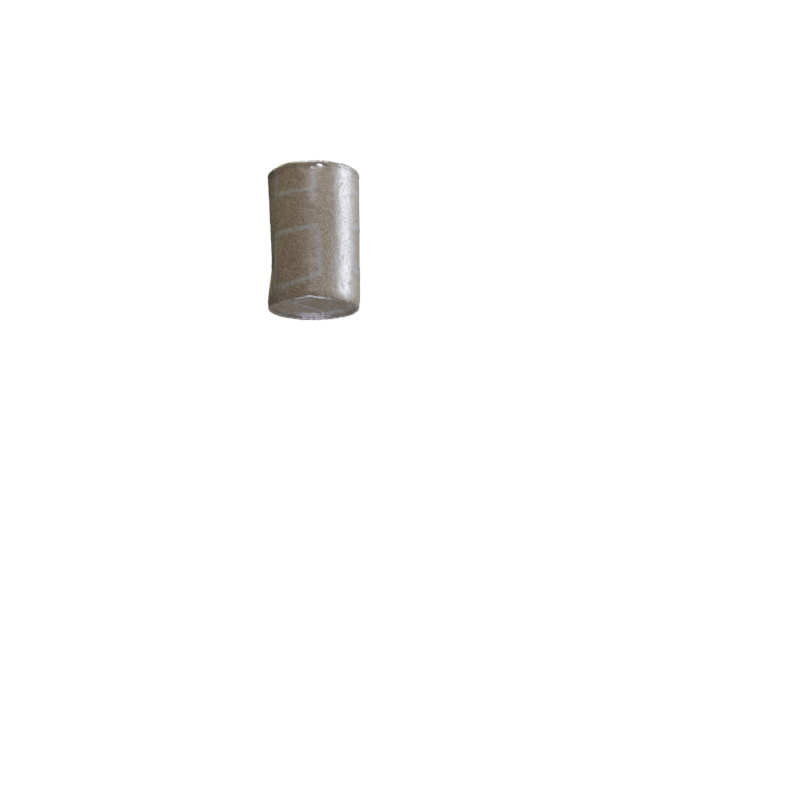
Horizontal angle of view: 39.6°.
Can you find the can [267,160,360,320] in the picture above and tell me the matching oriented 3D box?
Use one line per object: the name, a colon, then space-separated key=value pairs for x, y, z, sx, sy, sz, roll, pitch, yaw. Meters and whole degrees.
can: x=-0.063 y=-0.115 z=0.805 sx=0.068 sy=0.106 sz=0.066 roll=0 pitch=-15 yaw=-2
